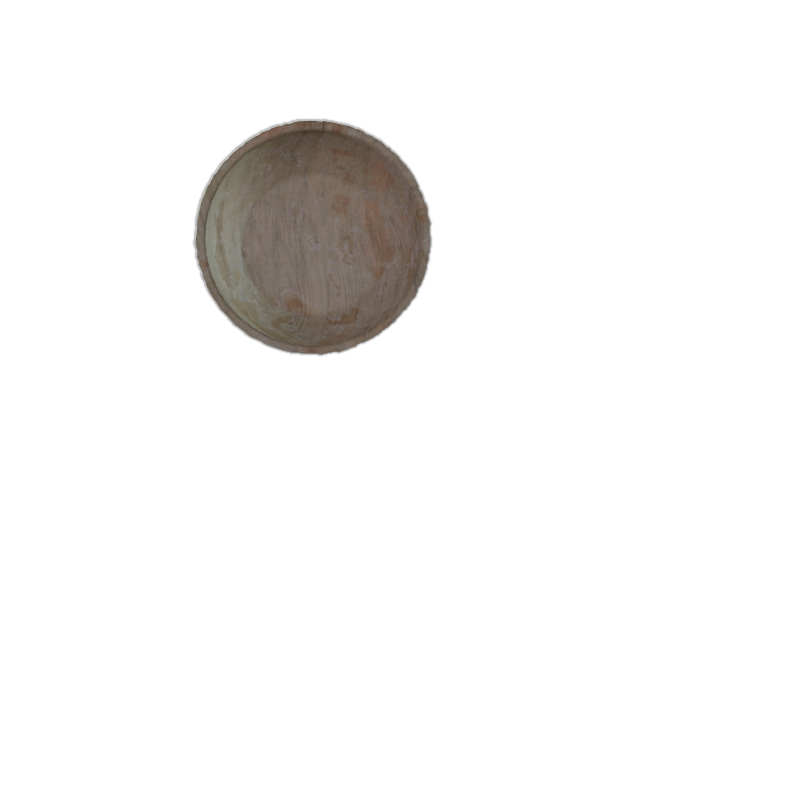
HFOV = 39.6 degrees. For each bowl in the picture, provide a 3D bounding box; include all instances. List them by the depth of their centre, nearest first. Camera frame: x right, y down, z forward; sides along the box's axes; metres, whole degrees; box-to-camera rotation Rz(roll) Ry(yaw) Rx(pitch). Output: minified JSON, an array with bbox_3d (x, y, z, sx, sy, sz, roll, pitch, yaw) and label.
[{"bbox_3d":[-0.057,-0.105,0.734,0.162,0.160,0.056,0,6,0],"label":"bowl"}]
